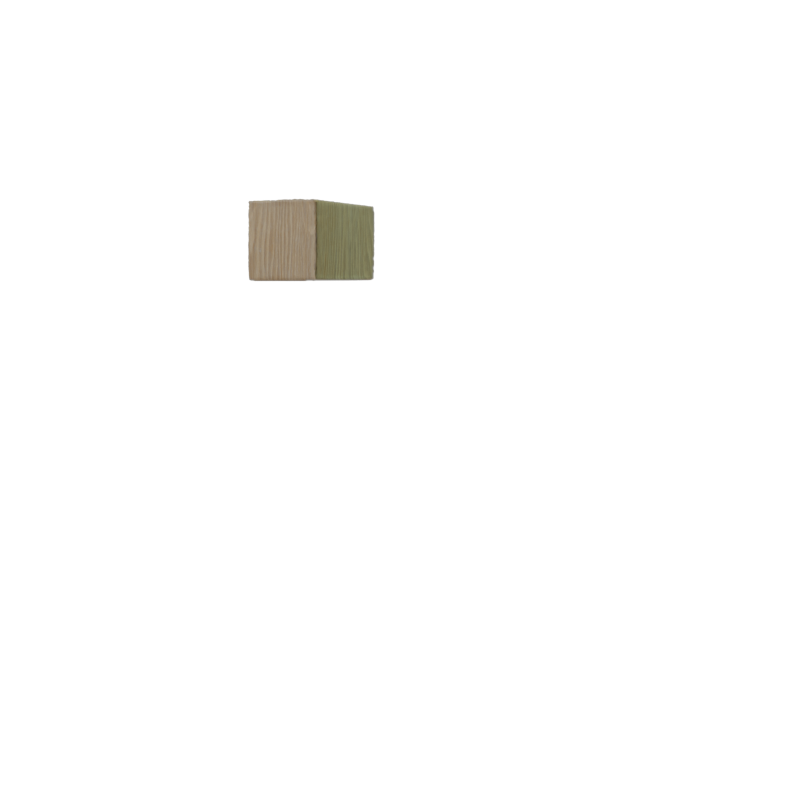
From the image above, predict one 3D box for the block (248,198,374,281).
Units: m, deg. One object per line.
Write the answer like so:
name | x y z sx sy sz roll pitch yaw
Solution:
block | -0.057 -0.103 0.724 0.054 0.051 0.076 1 4 28
